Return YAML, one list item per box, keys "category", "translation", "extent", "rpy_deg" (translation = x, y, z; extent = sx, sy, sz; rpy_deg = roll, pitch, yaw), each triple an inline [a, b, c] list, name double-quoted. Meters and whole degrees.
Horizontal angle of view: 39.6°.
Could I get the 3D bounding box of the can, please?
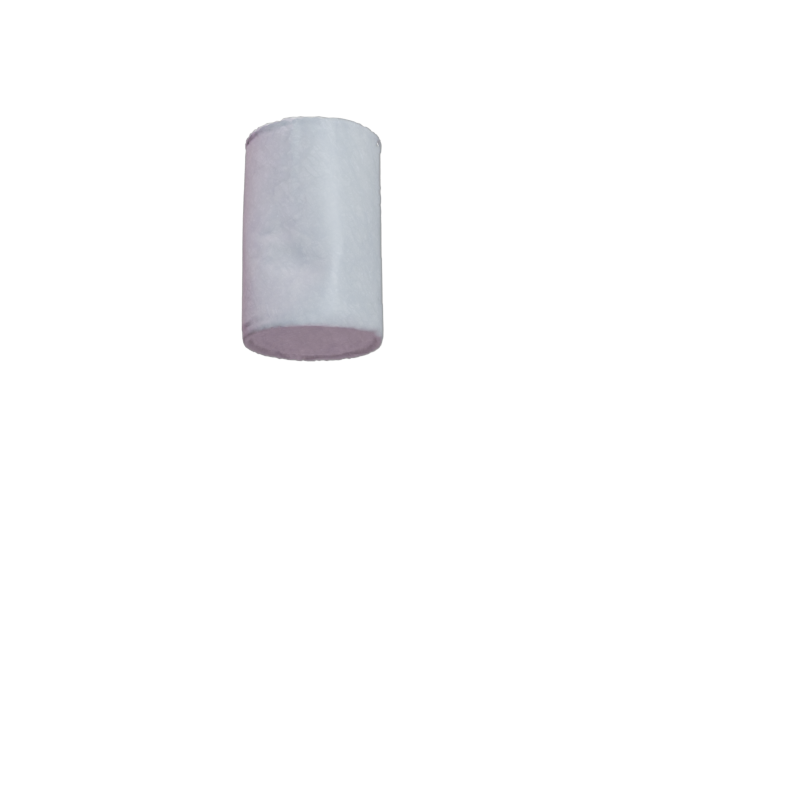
- category: "can"
  translation: [-0.042, -0.076, 0.532]
  extent: [0.068, 0.107, 0.066]
  rpy_deg: [0, -18, -2]
